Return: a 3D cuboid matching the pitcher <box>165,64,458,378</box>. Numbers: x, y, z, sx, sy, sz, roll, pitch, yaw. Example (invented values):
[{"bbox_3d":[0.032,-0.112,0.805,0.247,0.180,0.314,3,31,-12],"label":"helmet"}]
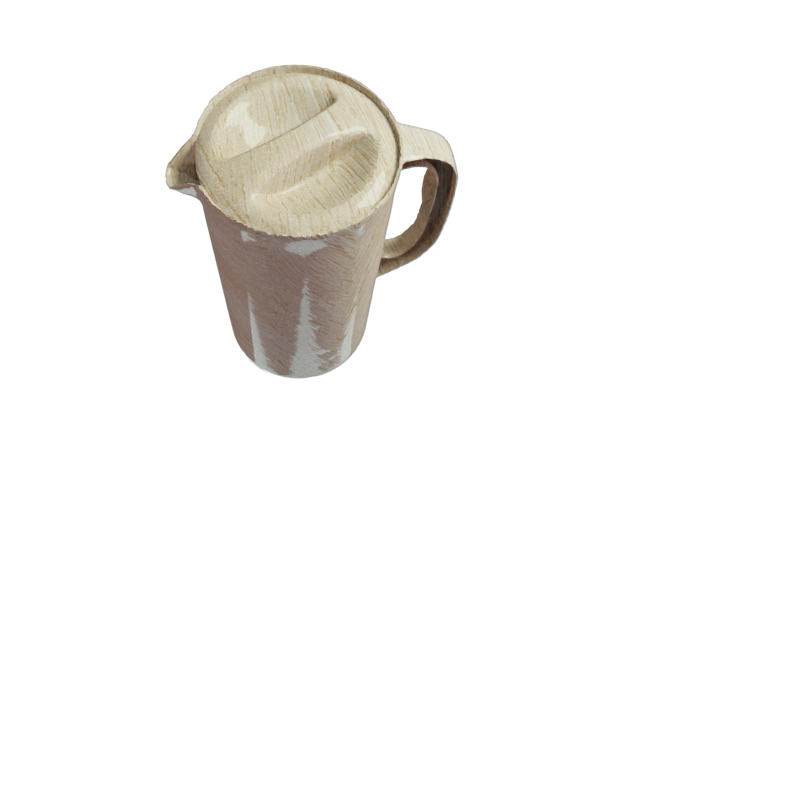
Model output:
[{"bbox_3d":[-0.062,-0.112,0.786,0.155,0.148,0.229,33,-23,13],"label":"pitcher"}]
